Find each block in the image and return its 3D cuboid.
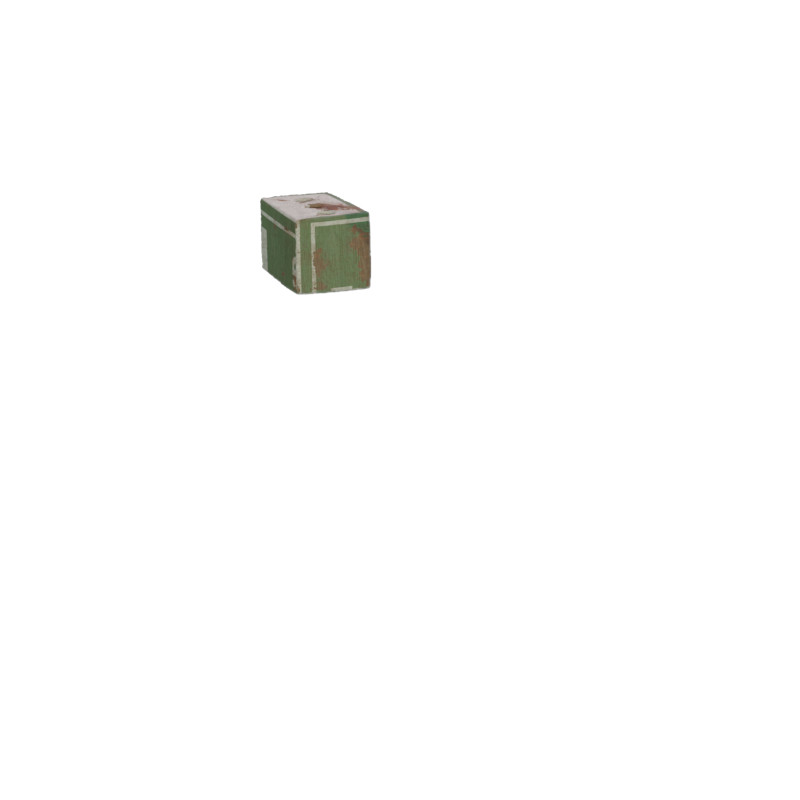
[{"bbox_3d":[-0.058,-0.107,0.747,0.052,0.049,0.083,-7,21,-23],"label":"block"}]
